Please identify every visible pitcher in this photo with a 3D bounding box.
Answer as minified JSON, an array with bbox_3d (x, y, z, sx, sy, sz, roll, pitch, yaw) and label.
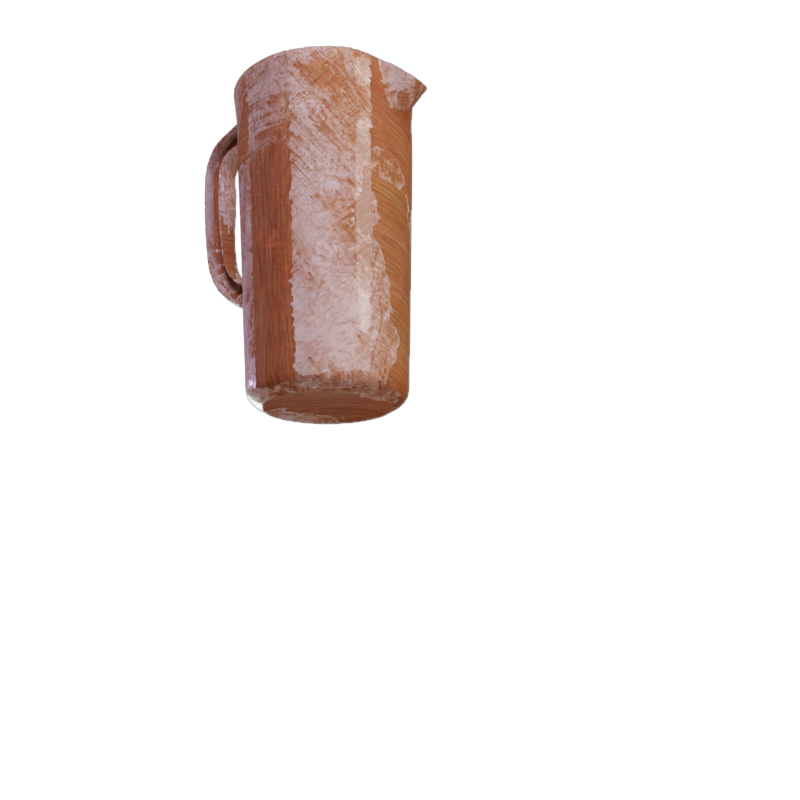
[{"bbox_3d":[-0.061,-0.111,0.778,0.142,0.255,0.145,4,-21,-13],"label":"pitcher"}]
